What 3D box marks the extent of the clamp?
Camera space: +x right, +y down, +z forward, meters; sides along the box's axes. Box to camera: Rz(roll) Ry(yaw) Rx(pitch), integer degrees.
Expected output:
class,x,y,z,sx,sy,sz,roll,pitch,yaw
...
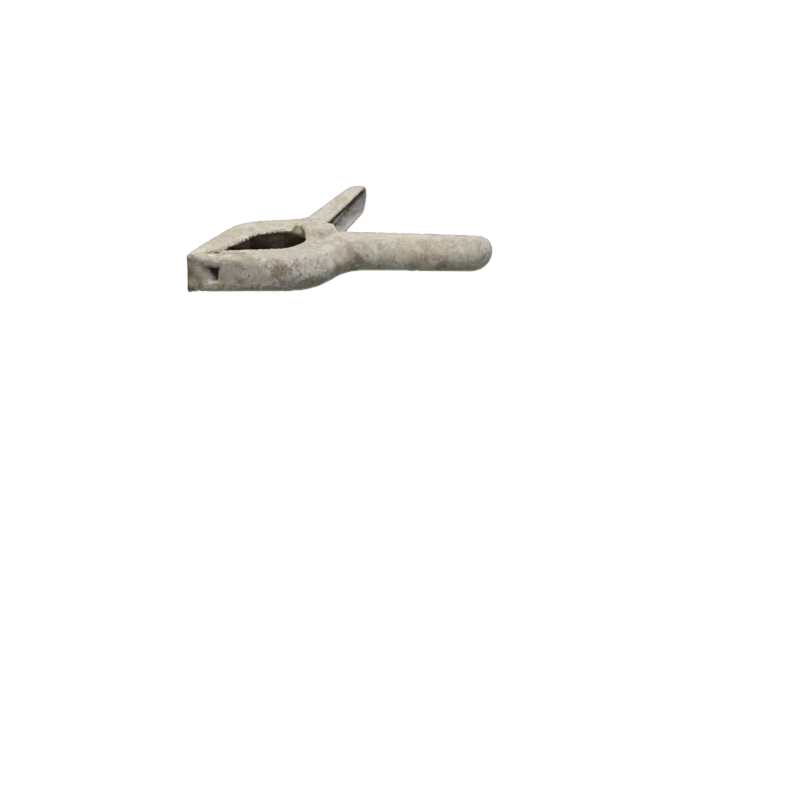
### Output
class,x,y,z,sx,sy,sz,roll,pitch,yaw
clamp,-0.063,-0.115,0.808,0.206,0.035,0.176,-13,29,-26
